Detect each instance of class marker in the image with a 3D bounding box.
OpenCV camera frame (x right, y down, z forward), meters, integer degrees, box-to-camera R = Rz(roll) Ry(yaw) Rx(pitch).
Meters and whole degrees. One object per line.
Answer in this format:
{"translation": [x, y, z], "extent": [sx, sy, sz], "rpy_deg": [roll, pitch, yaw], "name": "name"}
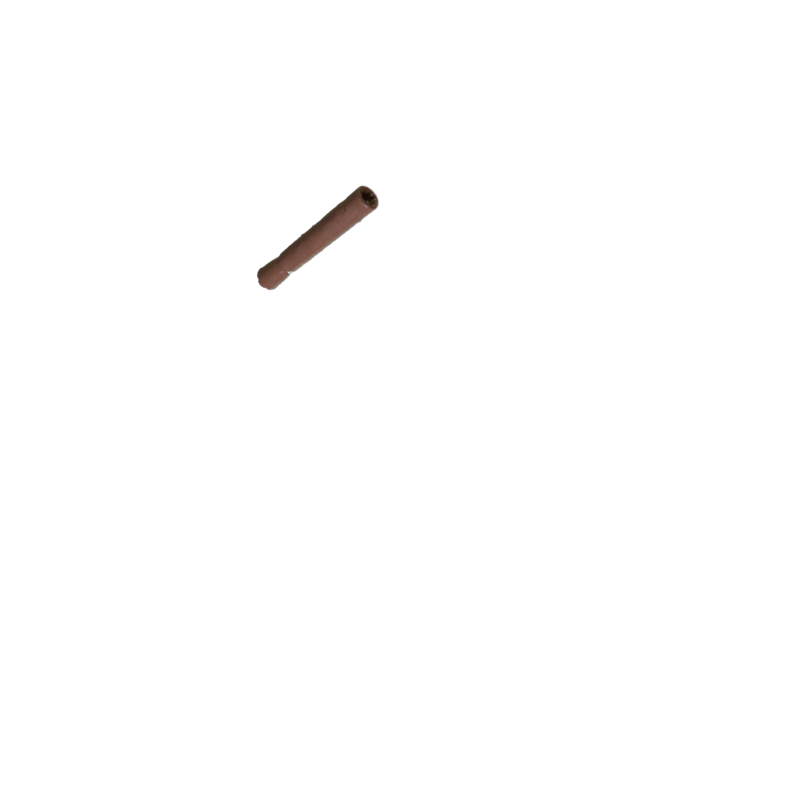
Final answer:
{"translation": [-0.061, -0.111, 0.776], "extent": [0.019, 0.021, 0.120], "rpy_deg": [-3, -22, -48], "name": "marker"}
